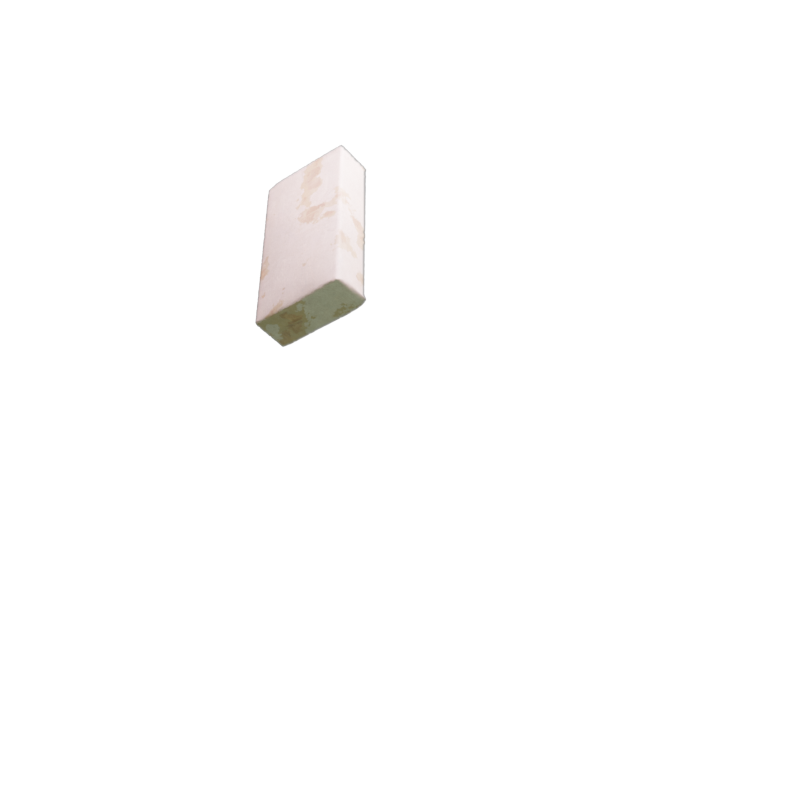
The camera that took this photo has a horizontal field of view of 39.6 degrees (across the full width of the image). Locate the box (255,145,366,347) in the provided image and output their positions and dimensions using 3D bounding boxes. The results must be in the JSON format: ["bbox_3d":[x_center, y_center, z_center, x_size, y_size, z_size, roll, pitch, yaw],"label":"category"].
[{"bbox_3d":[-0.078,-0.141,0.987,0.093,0.189,0.045,-27,-46,25],"label":"box"}]
